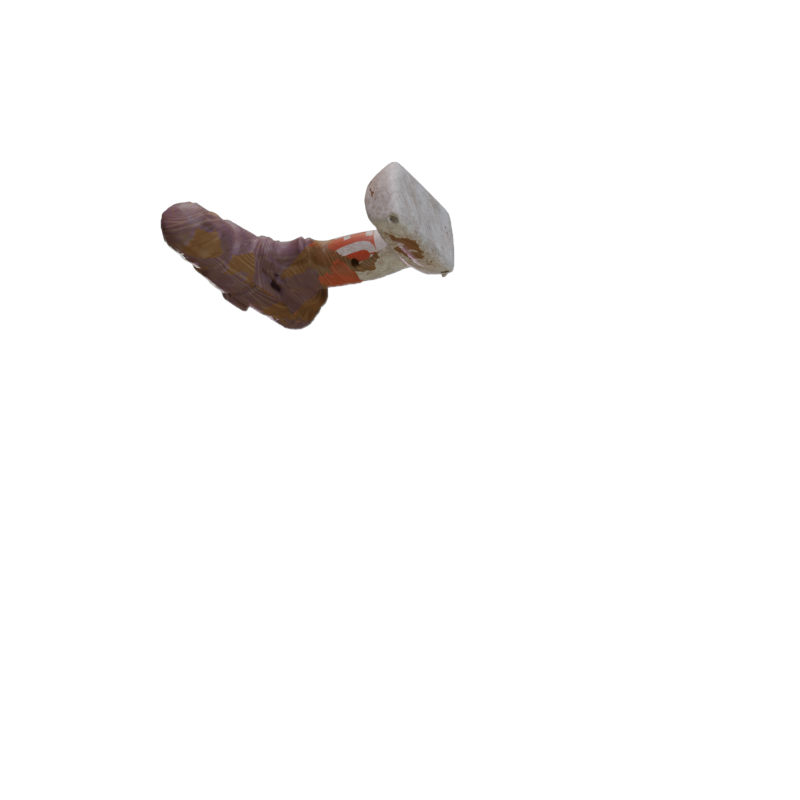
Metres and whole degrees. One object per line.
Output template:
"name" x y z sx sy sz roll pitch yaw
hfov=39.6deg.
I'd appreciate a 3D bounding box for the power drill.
"power drill" -0.067 -0.123 0.858 0.190 0.061 0.172 -13 -26 28
